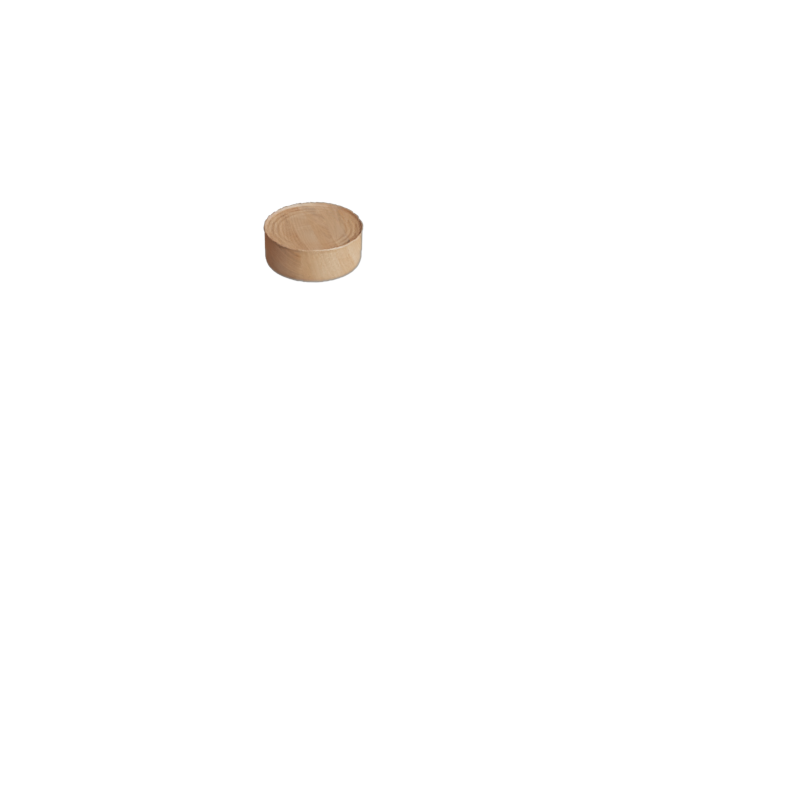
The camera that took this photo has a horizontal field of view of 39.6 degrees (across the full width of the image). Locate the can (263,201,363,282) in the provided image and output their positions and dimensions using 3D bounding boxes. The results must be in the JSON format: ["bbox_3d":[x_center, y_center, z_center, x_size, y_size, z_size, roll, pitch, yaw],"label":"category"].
[{"bbox_3d":[-0.075,-0.137,0.961,0.086,0.031,0.092,-1,35,-2],"label":"can"}]
